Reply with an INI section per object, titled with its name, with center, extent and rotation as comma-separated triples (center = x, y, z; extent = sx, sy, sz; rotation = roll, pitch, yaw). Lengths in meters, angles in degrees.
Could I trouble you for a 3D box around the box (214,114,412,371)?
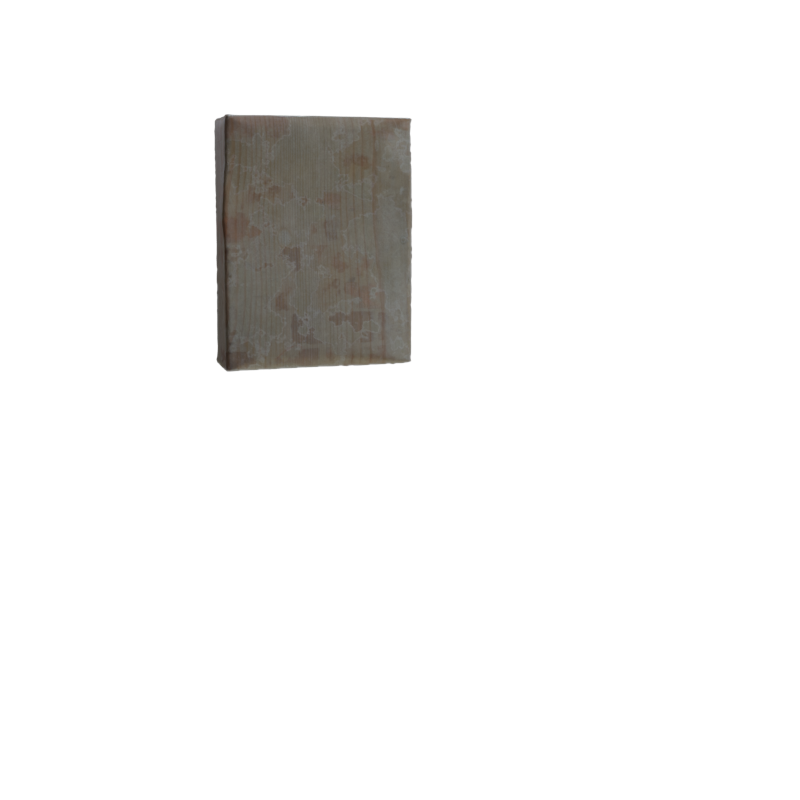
[box]
center = -0.074, -0.136, 0.950
extent = 0.161, 0.212, 0.074
rotation = -1, 4, -14
